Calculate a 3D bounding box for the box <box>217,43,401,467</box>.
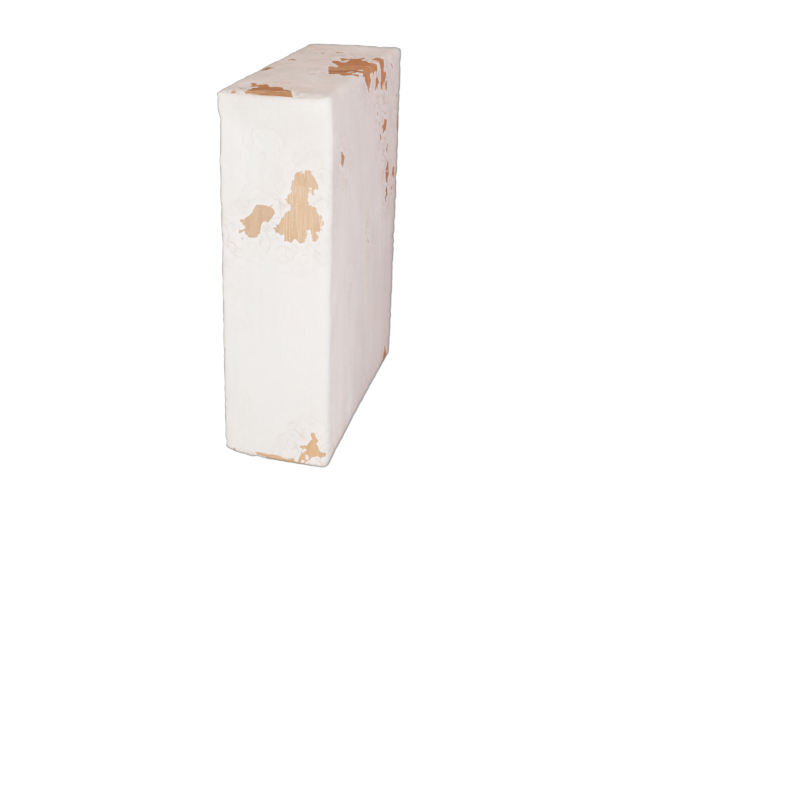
[{"bbox_3d":[-0.052,-0.095,0.667,0.073,0.204,0.169,6,23,11],"label":"box"}]
